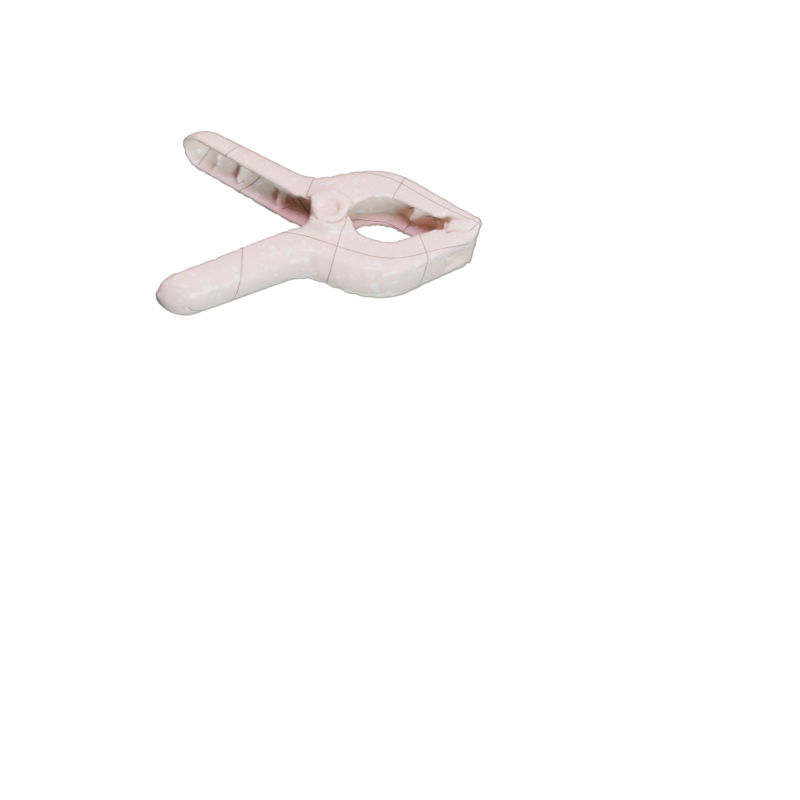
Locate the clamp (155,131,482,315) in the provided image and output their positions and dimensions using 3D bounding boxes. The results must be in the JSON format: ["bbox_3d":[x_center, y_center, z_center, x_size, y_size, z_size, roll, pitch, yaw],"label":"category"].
[{"bbox_3d":[-0.046,-0.084,0.587,0.173,0.127,0.037,10,-31,6],"label":"clamp"}]
